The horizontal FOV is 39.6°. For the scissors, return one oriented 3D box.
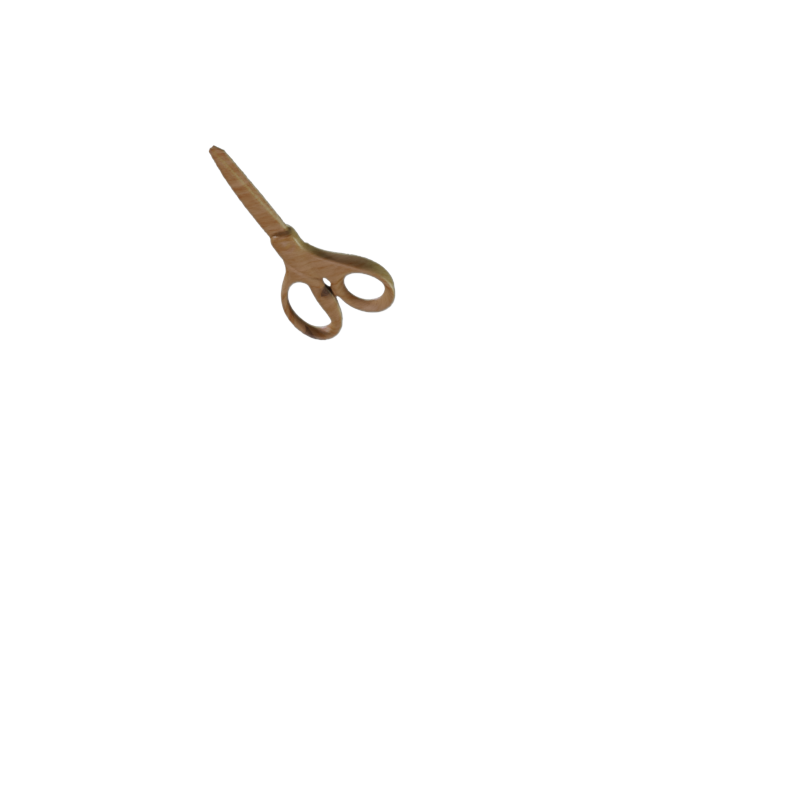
[{"bbox_3d":[-0.062,-0.114,0.797,0.097,0.017,0.186,-8,-42,9],"label":"scissors"}]
